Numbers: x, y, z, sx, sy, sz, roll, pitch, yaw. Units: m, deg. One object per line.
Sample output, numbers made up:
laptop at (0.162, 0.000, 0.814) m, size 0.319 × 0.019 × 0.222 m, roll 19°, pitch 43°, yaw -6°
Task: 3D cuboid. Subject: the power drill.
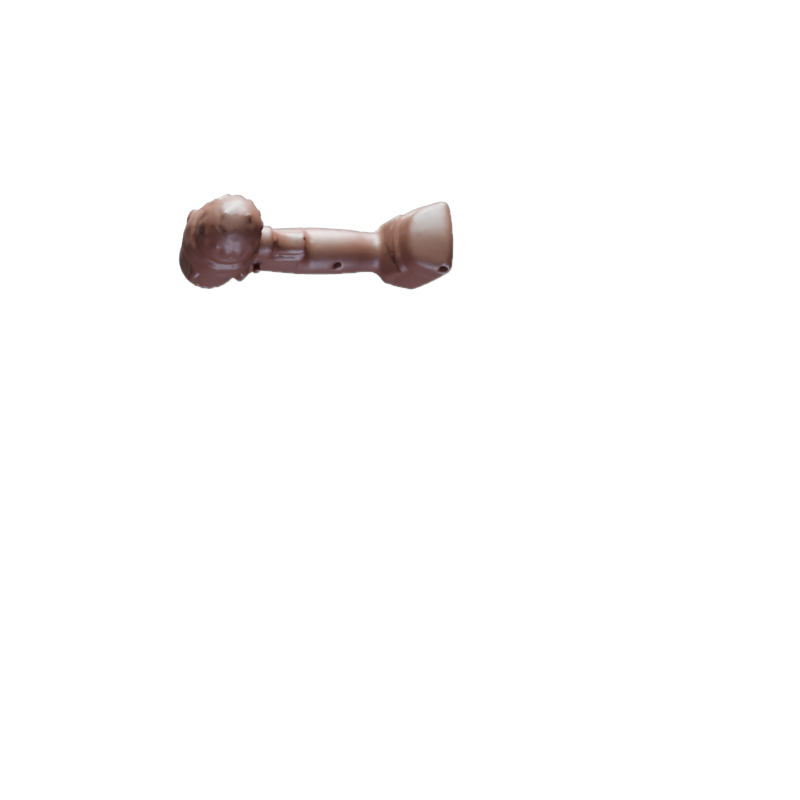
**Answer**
power drill at (-0.062, -0.113, 0.791) m, size 0.184 × 0.058 × 0.186 m, roll 0°, pitch 0°, yaw -14°
